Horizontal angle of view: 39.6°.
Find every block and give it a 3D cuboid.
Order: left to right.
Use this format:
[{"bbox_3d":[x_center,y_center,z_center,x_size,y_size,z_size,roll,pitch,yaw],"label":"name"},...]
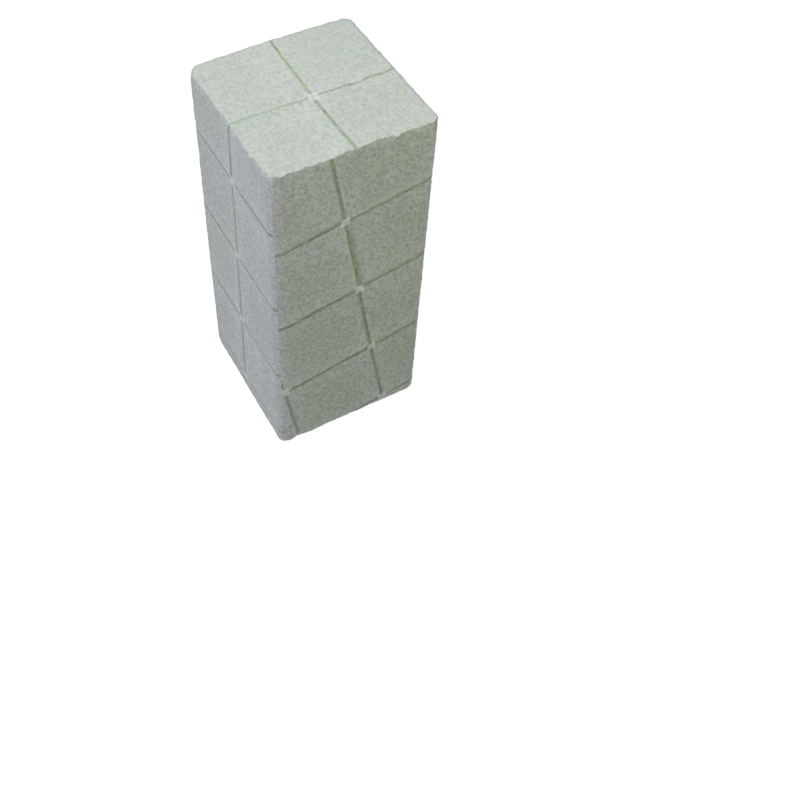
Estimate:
[{"bbox_3d":[-0.047,-0.084,0.590,0.090,0.098,0.192,-22,-34,-20],"label":"block"}]
